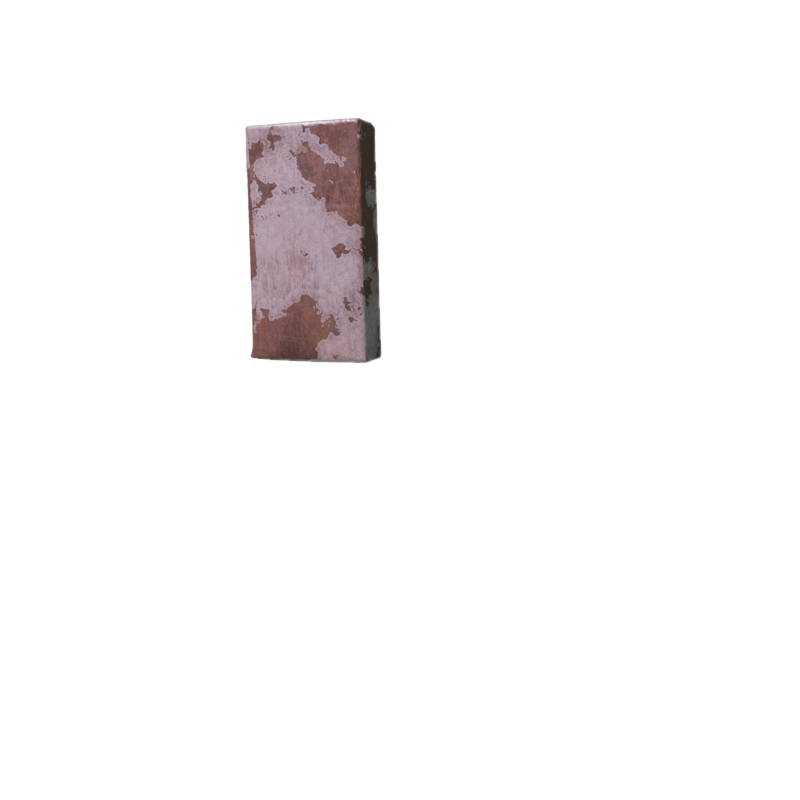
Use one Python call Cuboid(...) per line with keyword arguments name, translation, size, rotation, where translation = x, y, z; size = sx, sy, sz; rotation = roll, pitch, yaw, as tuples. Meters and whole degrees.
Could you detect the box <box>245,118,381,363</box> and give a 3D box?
Cuboid(name="box", translation=(-0.064, -0.118, 0.824), size=(0.096, 0.177, 0.047), rotation=(0, -2, 20))
